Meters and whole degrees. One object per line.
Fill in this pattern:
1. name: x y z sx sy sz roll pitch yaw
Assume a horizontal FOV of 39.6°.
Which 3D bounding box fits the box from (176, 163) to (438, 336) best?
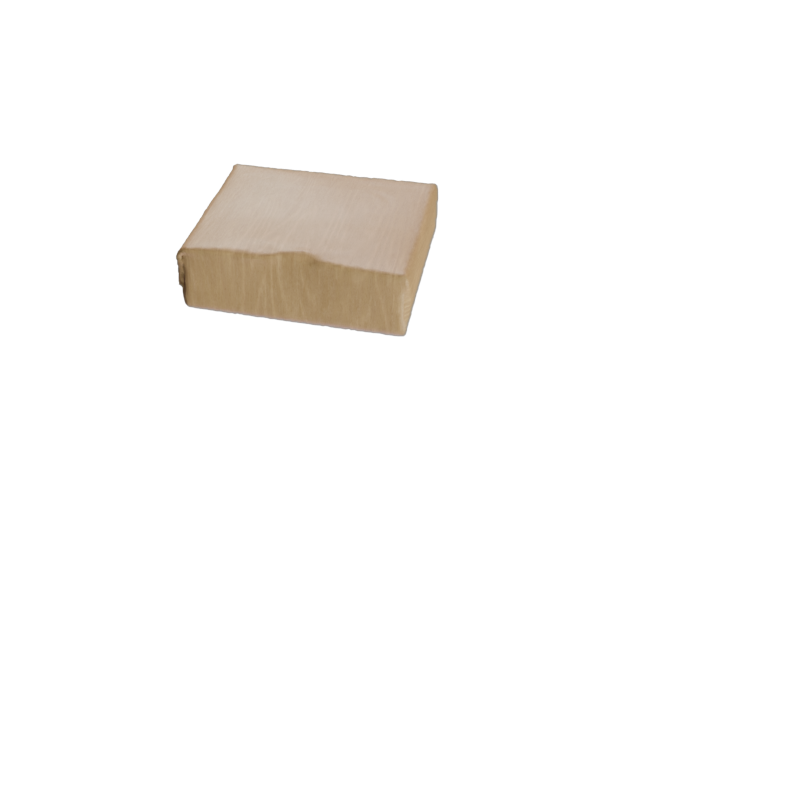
1. box: -0.034 -0.063 0.438 0.091 0.028 0.077 8 37 10
